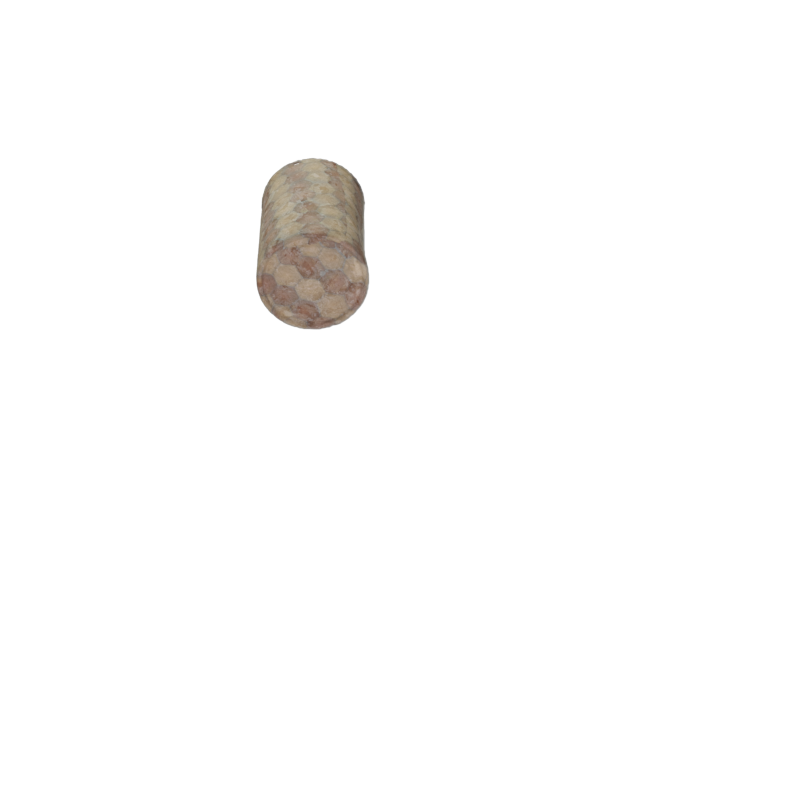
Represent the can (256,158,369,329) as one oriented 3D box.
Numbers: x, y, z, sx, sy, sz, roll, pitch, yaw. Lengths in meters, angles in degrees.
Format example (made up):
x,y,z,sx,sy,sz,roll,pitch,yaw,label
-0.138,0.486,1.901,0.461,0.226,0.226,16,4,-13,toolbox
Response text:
x,y,z,sx,sy,sz,roll,pitch,yaw,label
-0.054,-0.098,0.684,0.068,0.064,0.109,-1,33,-3,can
